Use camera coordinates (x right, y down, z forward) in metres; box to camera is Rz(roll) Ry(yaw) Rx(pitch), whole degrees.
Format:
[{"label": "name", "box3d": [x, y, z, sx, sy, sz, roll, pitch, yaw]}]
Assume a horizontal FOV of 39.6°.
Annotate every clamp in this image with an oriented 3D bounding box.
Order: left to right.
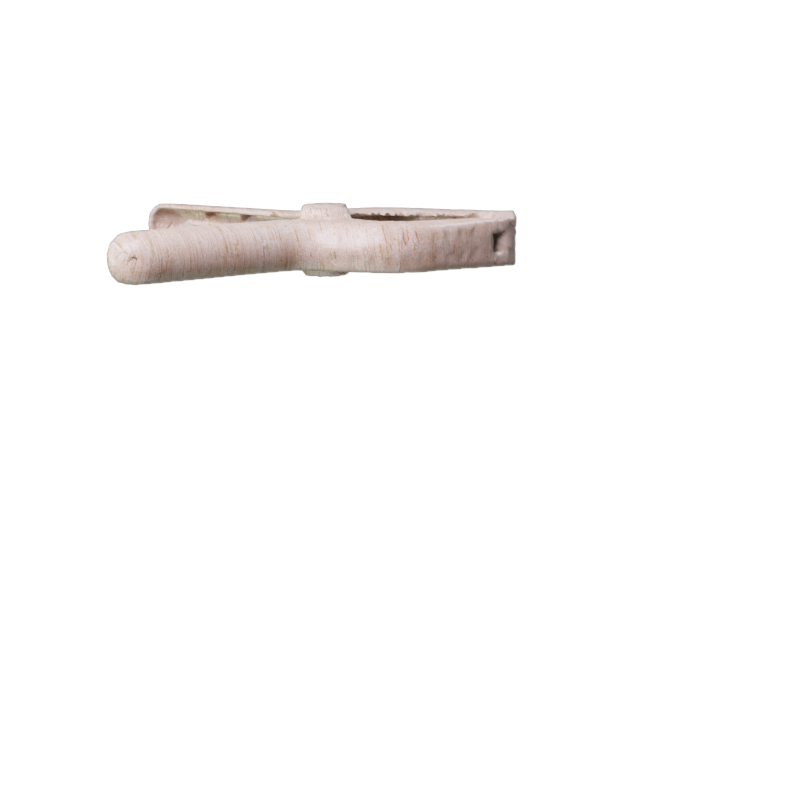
[{"label": "clamp", "box3d": [-0.045, -0.082, 0.572, 0.211, 0.035, 0.168, 1, 16, 4]}]
